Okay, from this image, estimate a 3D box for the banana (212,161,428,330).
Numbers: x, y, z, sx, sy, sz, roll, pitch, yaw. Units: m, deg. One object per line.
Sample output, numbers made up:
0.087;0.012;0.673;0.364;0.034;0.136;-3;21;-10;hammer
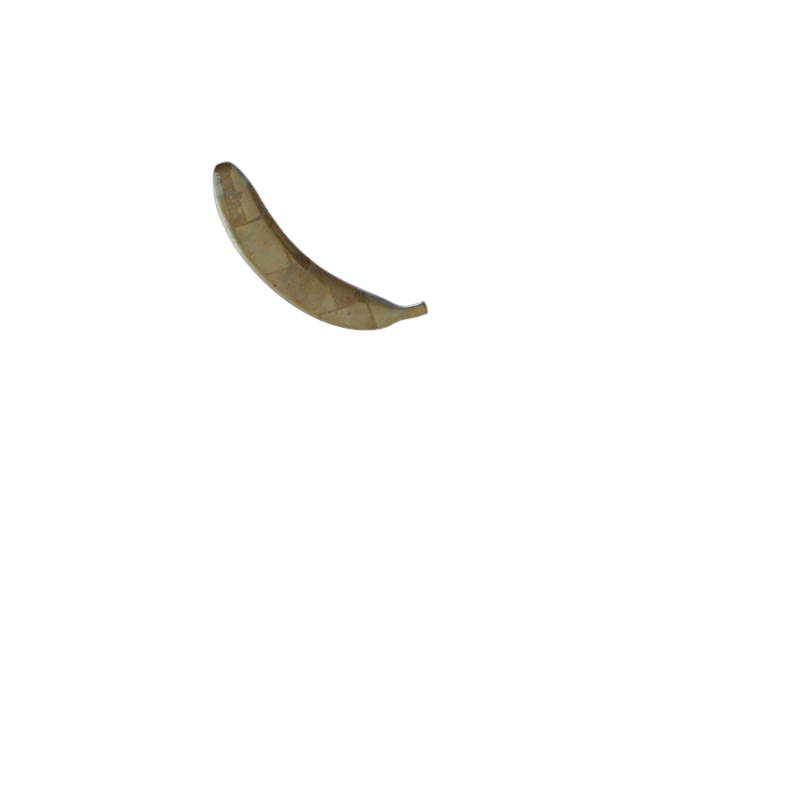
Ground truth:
-0.074;-0.105;0.845;0.190;0.068;0.039;34;24;-17;banana
